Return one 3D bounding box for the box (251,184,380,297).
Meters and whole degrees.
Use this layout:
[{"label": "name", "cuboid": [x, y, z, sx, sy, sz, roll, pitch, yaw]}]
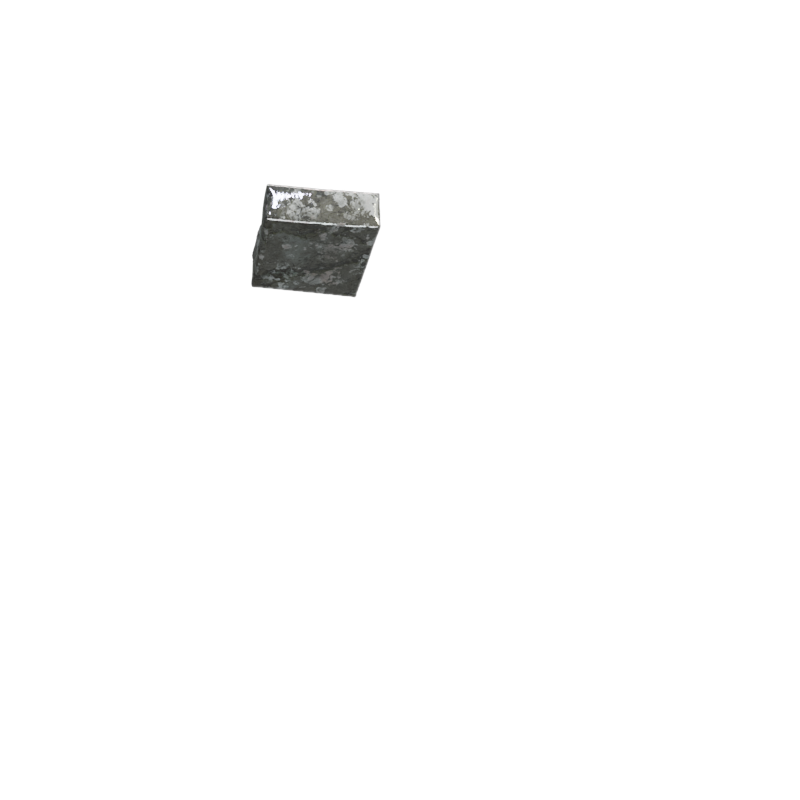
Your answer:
[{"label": "box", "cuboid": [-0.057, -0.104, 0.729, 0.072, 0.032, 0.085, 5, -28, -10]}]
